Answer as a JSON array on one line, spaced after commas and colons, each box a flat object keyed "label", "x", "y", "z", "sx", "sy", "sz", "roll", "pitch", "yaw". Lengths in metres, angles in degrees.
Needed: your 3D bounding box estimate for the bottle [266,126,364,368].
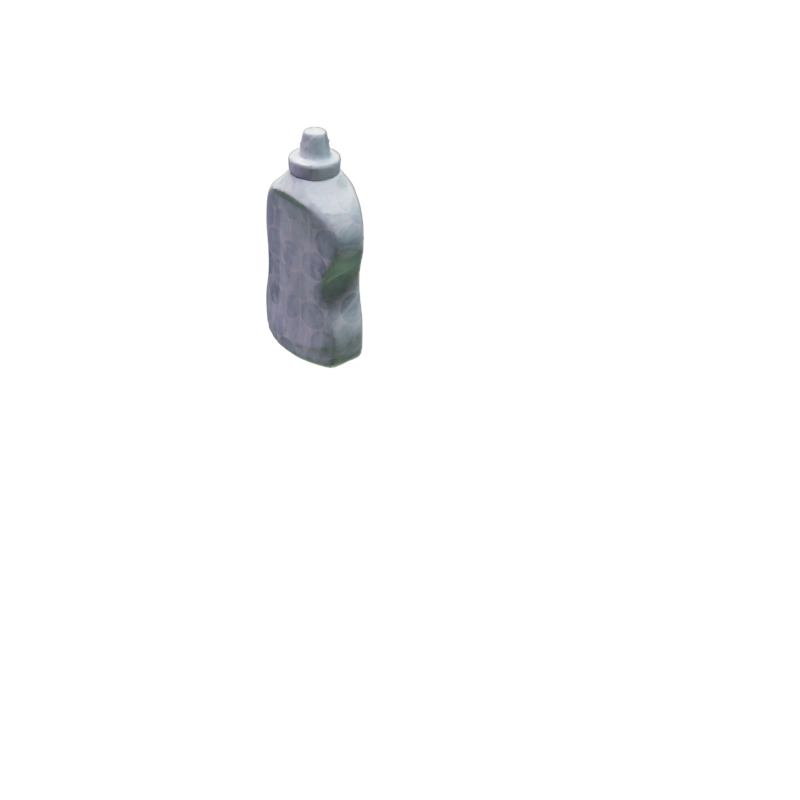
[{"label": "bottle", "x": -0.070, "y": -0.128, "z": 0.893, "sx": 0.058, "sy": 0.180, "sz": 0.103, "roll": -19, "pitch": 37, "yaw": -33}]
